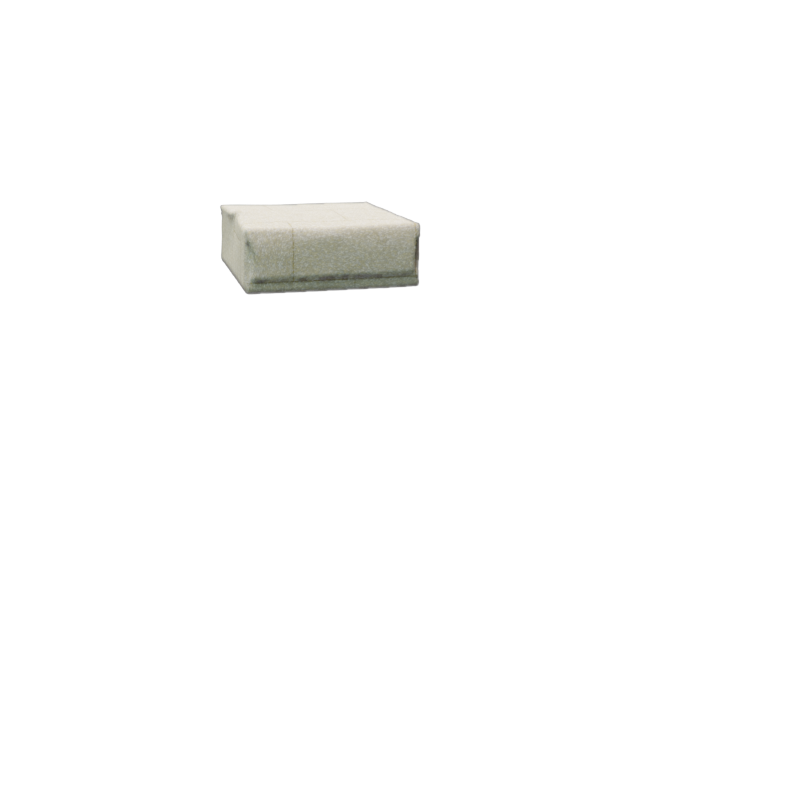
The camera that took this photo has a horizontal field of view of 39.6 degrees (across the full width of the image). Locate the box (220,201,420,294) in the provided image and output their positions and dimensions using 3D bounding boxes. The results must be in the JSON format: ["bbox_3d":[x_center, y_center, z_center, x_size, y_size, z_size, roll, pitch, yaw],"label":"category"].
[{"bbox_3d":[-0.038,-0.070,0.489,0.072,0.029,0.093,-4,16,-13],"label":"box"}]
